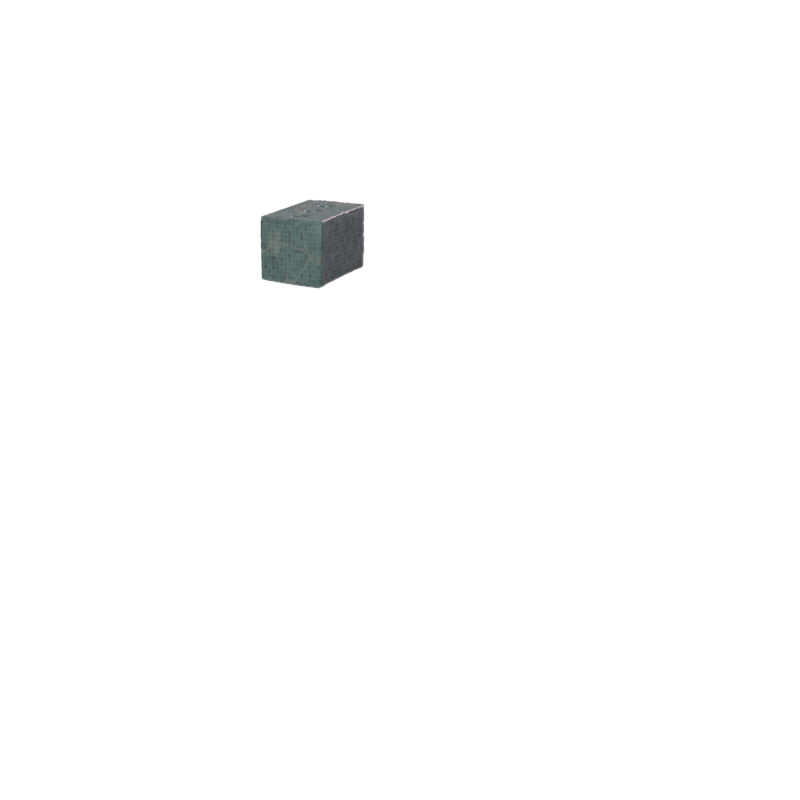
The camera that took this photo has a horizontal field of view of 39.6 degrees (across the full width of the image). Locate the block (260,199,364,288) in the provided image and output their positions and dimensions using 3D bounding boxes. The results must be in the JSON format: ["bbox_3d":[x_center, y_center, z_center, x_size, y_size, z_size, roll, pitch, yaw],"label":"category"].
[{"bbox_3d":[-0.067,-0.122,0.856,0.055,0.049,0.078,8,20,23],"label":"block"}]
